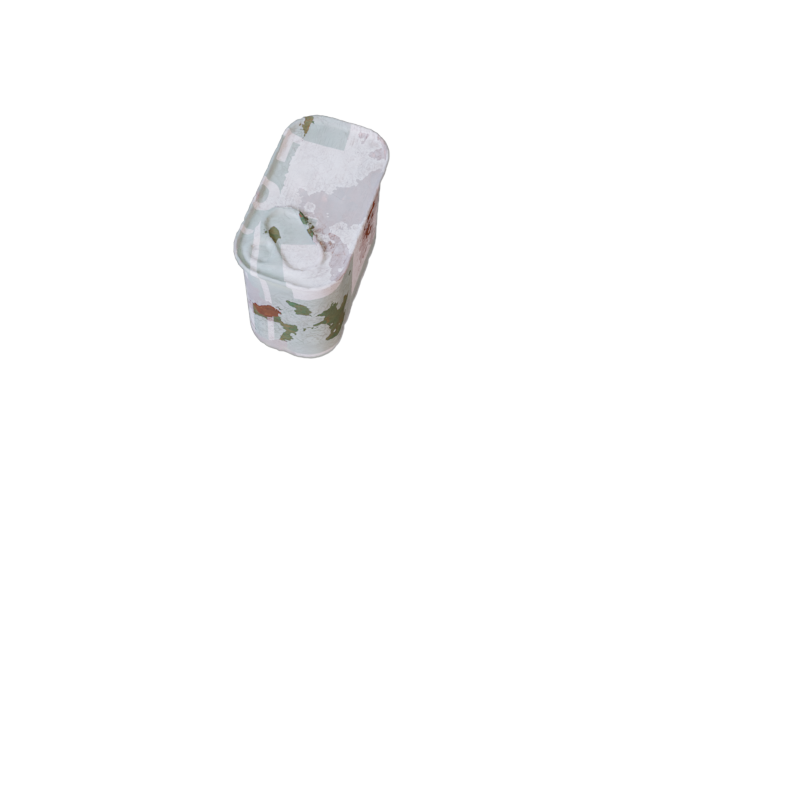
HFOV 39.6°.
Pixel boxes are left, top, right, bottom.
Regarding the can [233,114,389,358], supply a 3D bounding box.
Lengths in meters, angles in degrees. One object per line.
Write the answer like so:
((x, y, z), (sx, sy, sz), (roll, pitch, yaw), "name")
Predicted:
((-0.046, -0.083, 0.584), (0.058, 0.106, 0.079), (17, -27, 6), "can")
